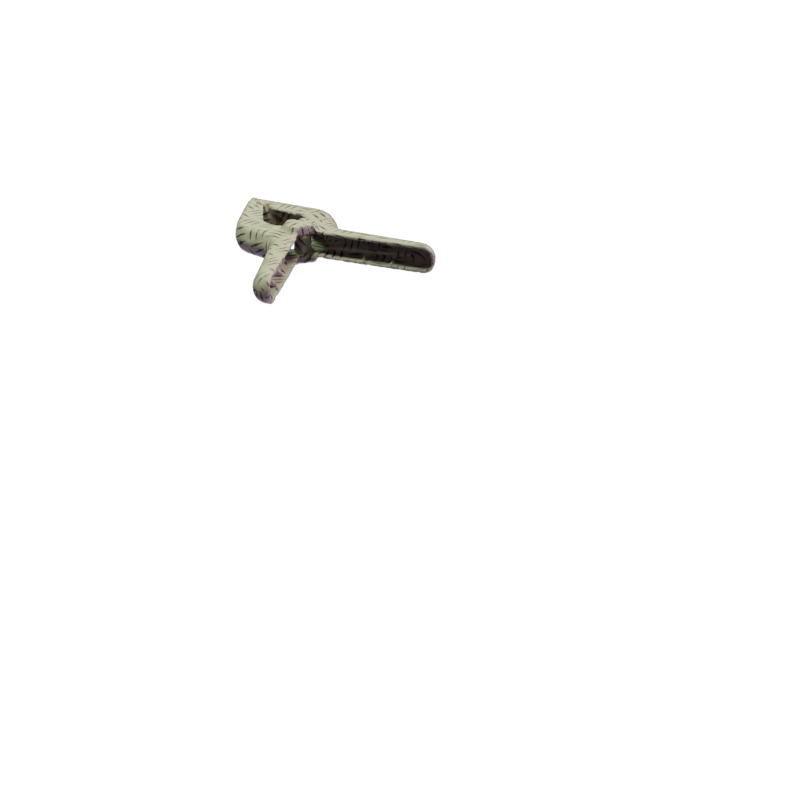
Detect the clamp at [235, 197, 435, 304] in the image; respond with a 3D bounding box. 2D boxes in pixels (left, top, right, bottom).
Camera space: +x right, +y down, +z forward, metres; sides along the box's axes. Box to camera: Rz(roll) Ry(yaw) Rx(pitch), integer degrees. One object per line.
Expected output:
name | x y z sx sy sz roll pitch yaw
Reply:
clamp | -0.077 -0.141 0.987 0.161 0.035 0.224 -10 27 -19
